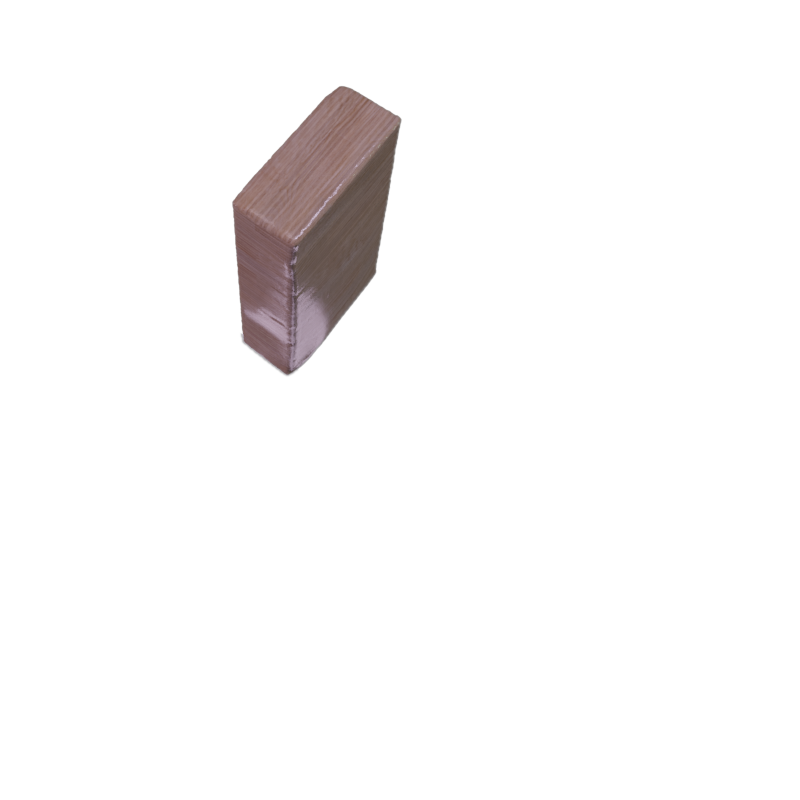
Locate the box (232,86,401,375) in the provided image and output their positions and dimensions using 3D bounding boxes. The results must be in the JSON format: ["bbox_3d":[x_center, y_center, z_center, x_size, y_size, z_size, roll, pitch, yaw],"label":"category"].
[{"bbox_3d":[-0.048,-0.088,0.616,0.050,0.095,0.167,33,-22,10],"label":"box"}]
